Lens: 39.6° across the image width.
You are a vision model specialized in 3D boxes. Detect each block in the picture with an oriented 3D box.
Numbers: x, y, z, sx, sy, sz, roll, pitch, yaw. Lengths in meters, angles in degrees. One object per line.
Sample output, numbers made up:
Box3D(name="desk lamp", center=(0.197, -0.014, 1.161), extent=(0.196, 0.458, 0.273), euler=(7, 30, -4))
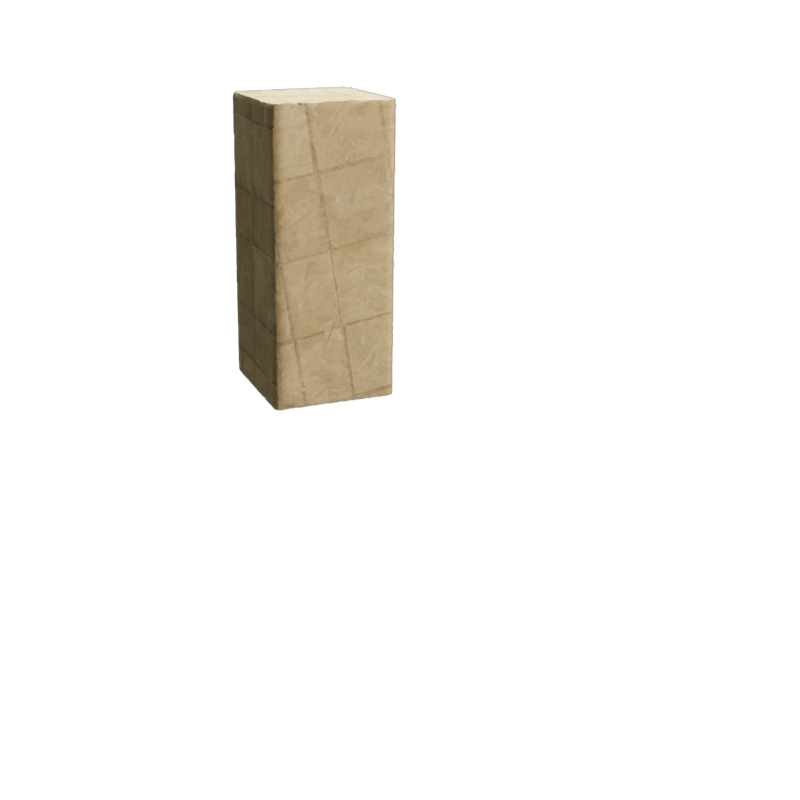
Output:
Box3D(name="block", center=(-0.061, -0.110, 0.773), extent=(0.088, 0.199, 0.096), euler=(-6, 17, -22))
